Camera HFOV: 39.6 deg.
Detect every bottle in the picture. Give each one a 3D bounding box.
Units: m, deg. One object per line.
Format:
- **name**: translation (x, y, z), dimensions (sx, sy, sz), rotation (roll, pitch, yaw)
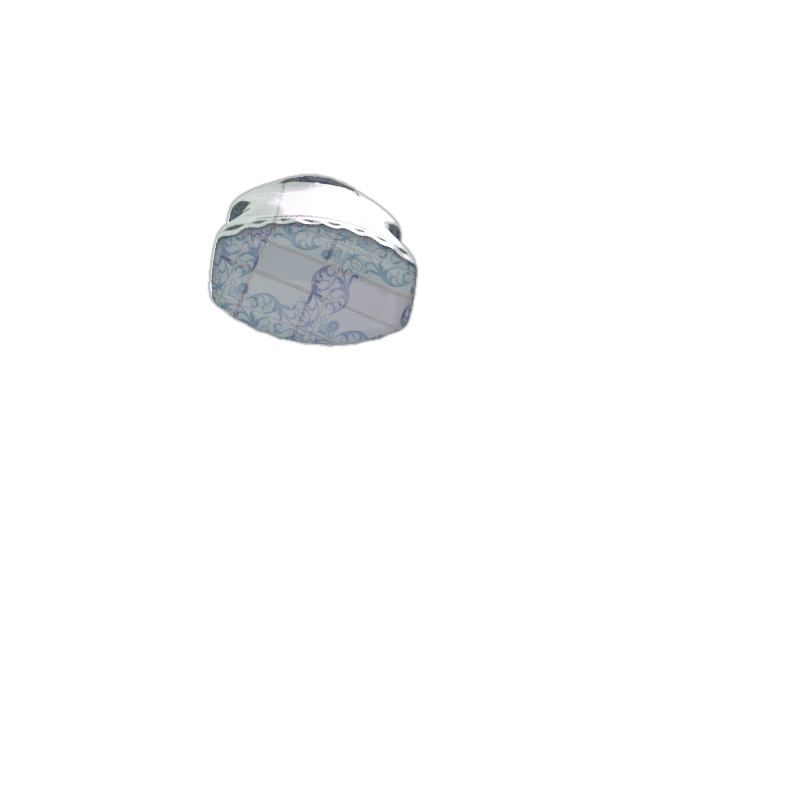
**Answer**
- **bottle**: translation (-0.047, -0.085, 0.598), dimensions (0.095, 0.056, 0.199), rotation (5, 19, -5)
